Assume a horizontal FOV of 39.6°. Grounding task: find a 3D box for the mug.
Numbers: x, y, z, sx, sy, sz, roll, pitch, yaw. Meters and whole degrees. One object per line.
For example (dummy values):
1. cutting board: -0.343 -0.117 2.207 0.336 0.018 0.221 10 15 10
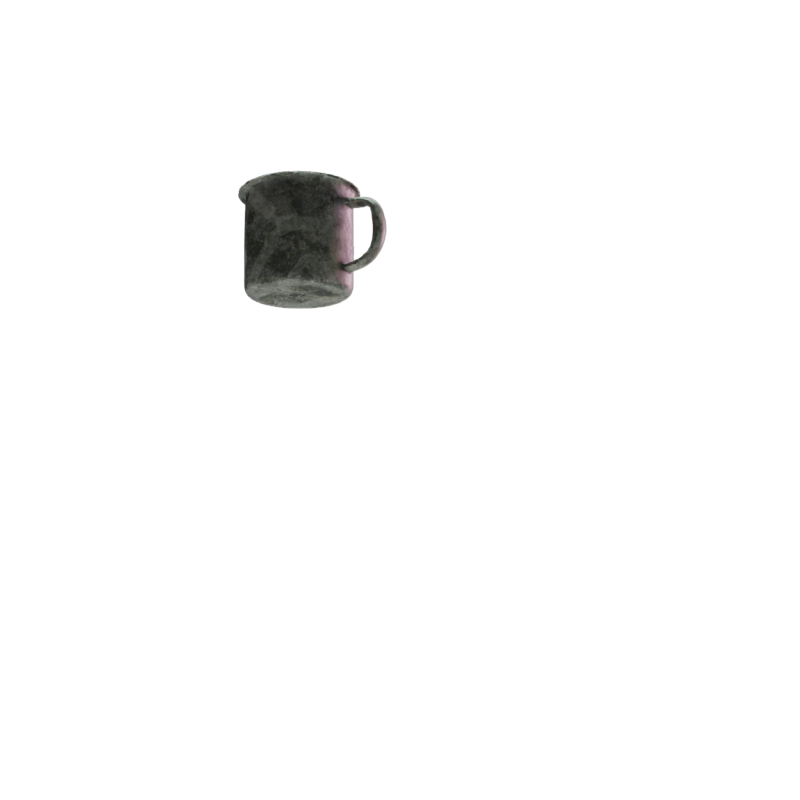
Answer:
1. mug: -0.065 -0.118 0.825 0.120 0.085 0.088 -6 -16 23
